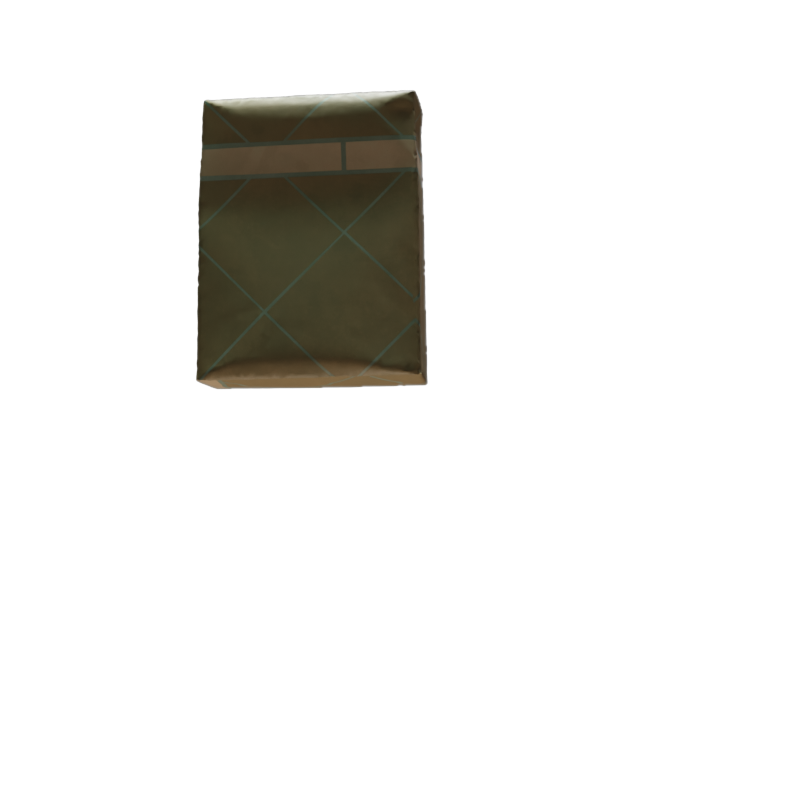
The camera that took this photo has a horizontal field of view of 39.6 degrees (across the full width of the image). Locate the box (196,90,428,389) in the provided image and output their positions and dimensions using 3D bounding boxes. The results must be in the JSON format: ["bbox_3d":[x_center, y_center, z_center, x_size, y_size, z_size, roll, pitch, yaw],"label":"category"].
[{"bbox_3d":[-0.064,-0.118,0.824,0.166,0.220,0.069,-2,-11,7],"label":"box"}]
